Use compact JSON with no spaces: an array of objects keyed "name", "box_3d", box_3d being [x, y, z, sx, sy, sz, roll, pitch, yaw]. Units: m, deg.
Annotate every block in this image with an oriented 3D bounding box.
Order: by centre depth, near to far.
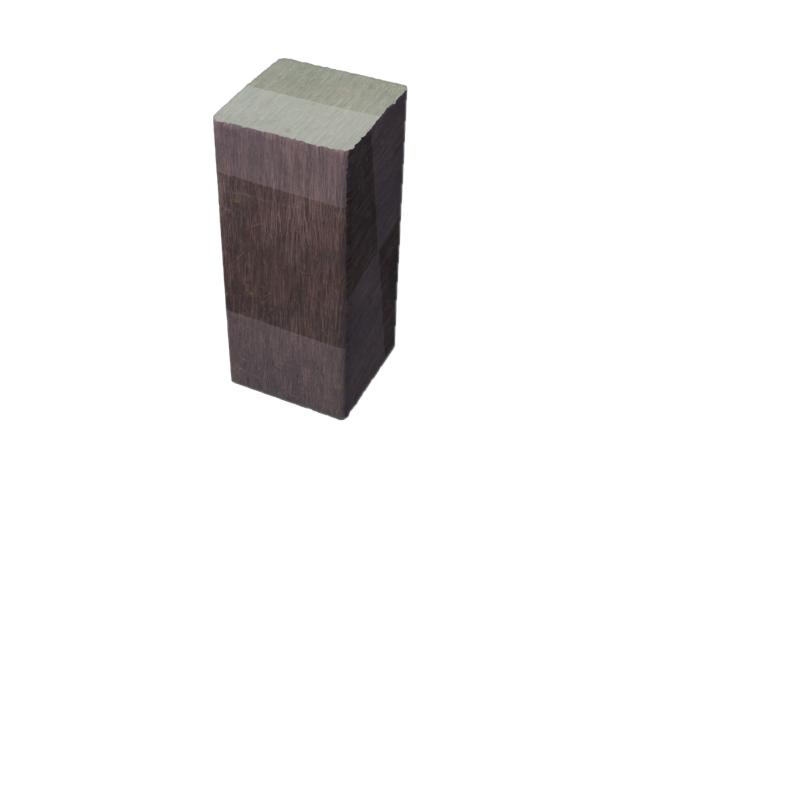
[{"name":"block","box_3d":[-0.056,-0.101,0.712,0.094,0.192,0.093,18,42,17]}]
